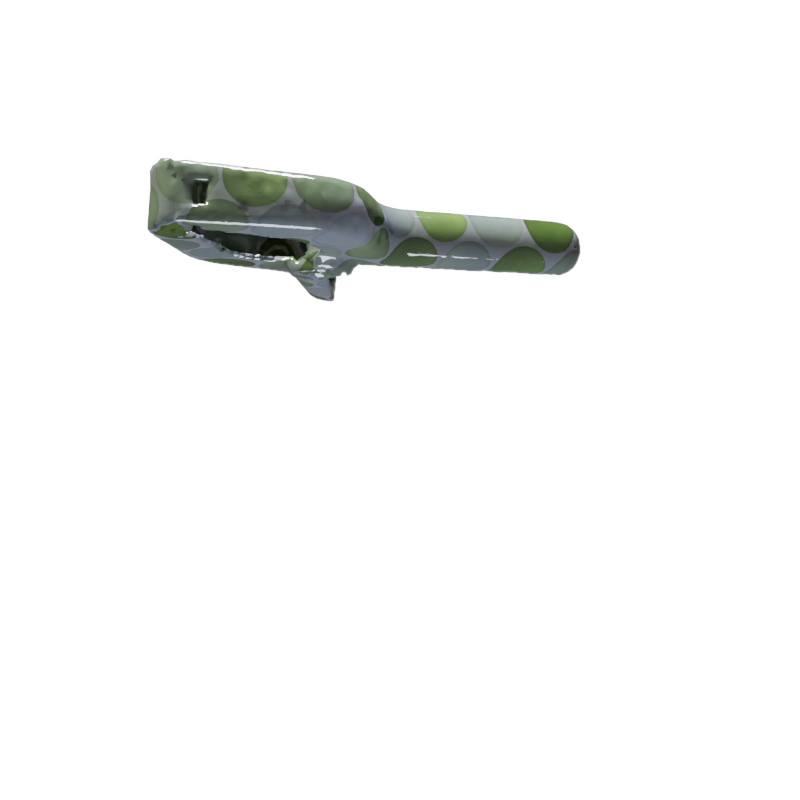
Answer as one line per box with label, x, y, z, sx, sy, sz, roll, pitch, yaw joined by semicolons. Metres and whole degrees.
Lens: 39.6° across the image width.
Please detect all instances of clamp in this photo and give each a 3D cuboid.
clamp;-0.041;-0.074;0.522;0.200;0.037;0.169;5;-7;-44
